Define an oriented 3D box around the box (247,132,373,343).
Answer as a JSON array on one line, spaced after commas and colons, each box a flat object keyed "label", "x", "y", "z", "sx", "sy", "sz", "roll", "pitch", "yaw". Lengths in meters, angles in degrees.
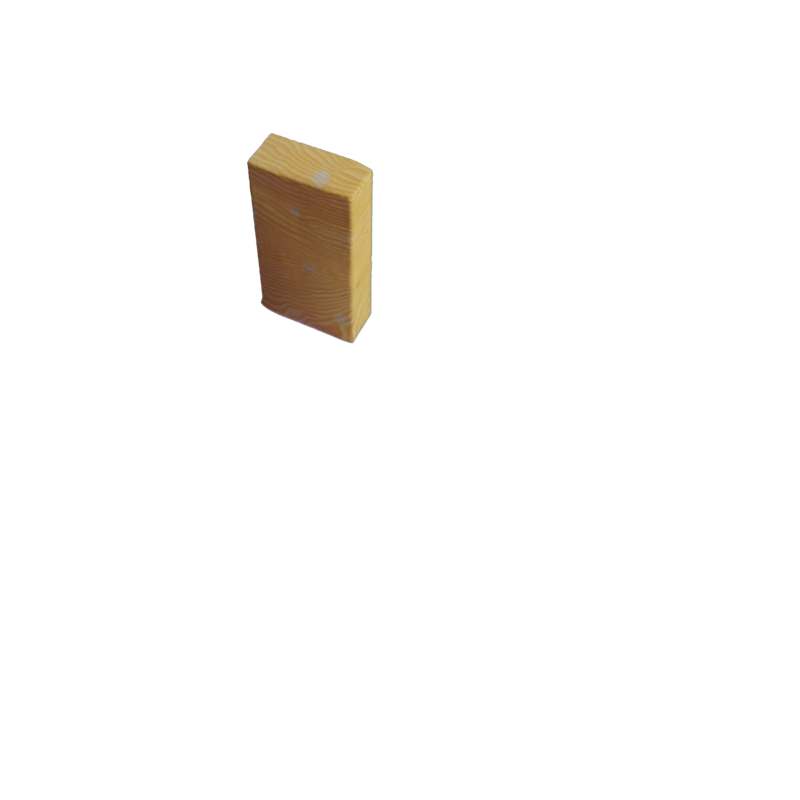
[{"label": "box", "x": -0.070, "y": -0.129, "z": 0.903, "sx": 0.097, "sy": 0.050, "sz": 0.164, "roll": 23, "pitch": -38, "yaw": 16}]
